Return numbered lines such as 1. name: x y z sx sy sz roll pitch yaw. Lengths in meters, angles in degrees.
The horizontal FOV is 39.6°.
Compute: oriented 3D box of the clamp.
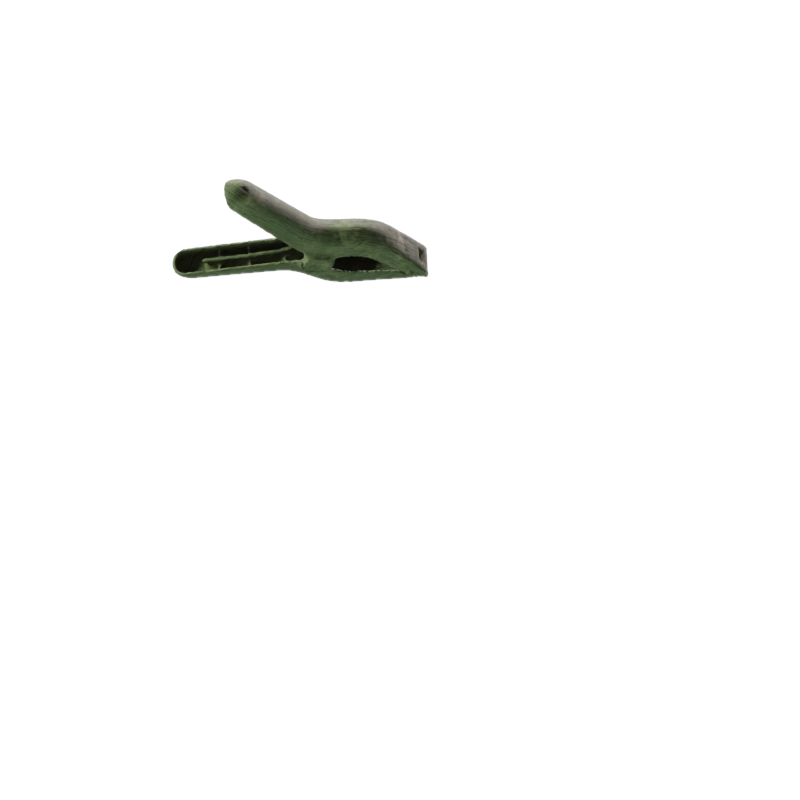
1. clamp: -0.071 -0.129 0.902 0.206 0.038 0.161 4 -16 -15
